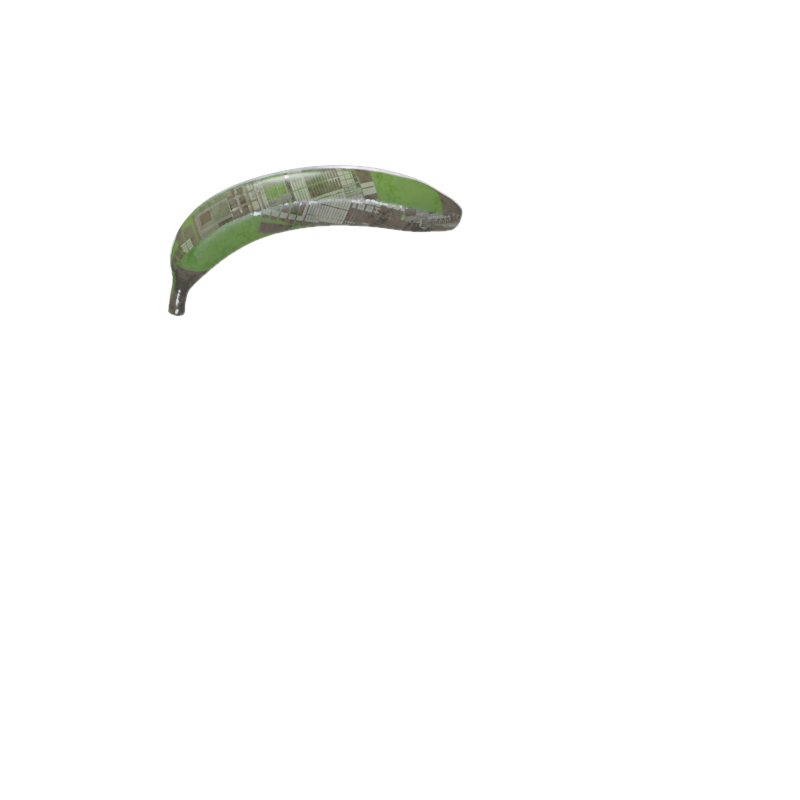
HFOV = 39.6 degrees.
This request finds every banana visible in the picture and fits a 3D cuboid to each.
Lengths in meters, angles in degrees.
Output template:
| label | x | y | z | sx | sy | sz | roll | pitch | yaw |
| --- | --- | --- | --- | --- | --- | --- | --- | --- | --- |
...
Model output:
| label | x | y | z | sx | sy | sz | roll | pitch | yaw |
| --- | --- | --- | --- | --- | --- | --- | --- | --- | --- |
| banana | -0.064 | -0.112 | 0.692 | 0.199 | 0.065 | 0.039 | -15 | 34 | 10 |
